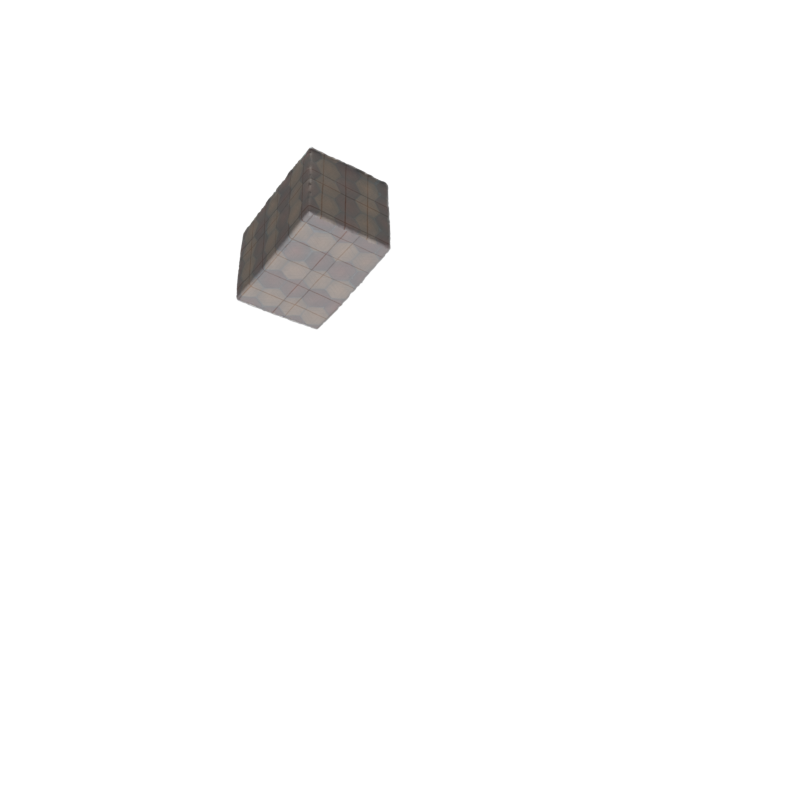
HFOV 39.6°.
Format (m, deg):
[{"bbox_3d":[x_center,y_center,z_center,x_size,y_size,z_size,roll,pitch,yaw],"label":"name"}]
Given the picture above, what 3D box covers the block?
[{"bbox_3d":[-0.047,-0.086,0.603,0.050,0.055,0.076,23,-47,-26],"label":"block"}]
